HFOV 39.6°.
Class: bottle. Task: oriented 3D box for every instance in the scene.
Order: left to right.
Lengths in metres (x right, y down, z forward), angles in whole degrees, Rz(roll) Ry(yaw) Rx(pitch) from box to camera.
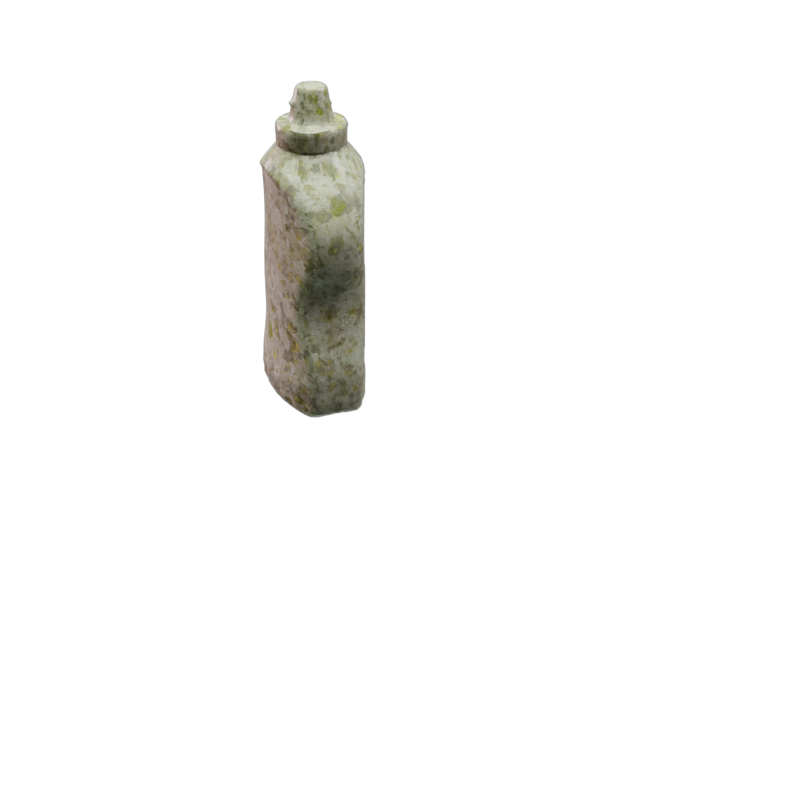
[{"bbox_3d":[-0.051,-0.093,0.651,0.057,0.181,0.103,-7,29,-17],"label":"bottle"}]
